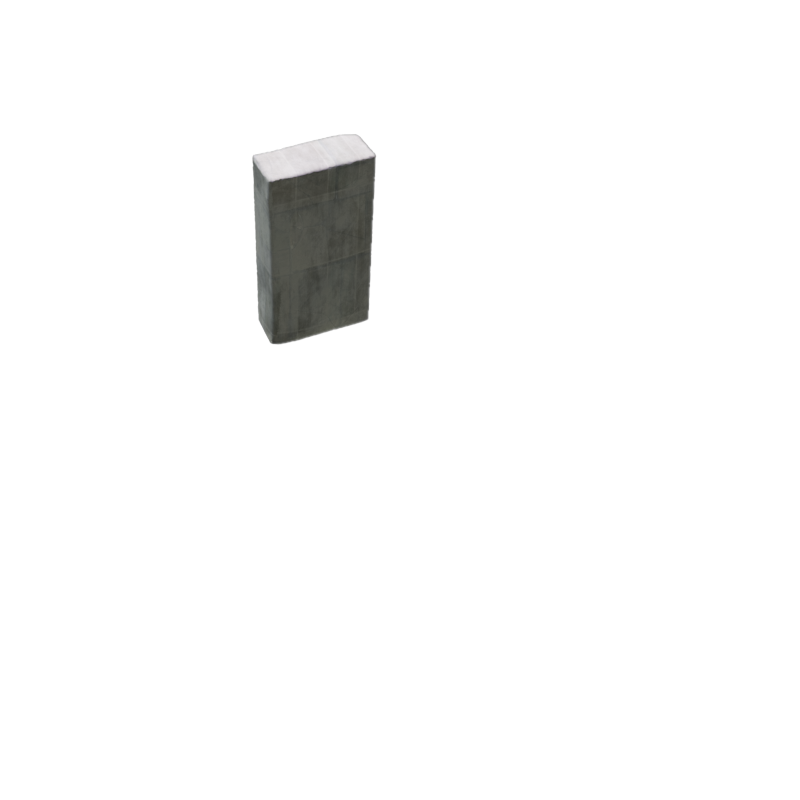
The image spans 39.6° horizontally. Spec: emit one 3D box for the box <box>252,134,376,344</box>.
[{"bbox_3d":[-0.072,-0.131,0.918,0.092,0.165,0.052,-15,43,-20],"label":"box"}]
